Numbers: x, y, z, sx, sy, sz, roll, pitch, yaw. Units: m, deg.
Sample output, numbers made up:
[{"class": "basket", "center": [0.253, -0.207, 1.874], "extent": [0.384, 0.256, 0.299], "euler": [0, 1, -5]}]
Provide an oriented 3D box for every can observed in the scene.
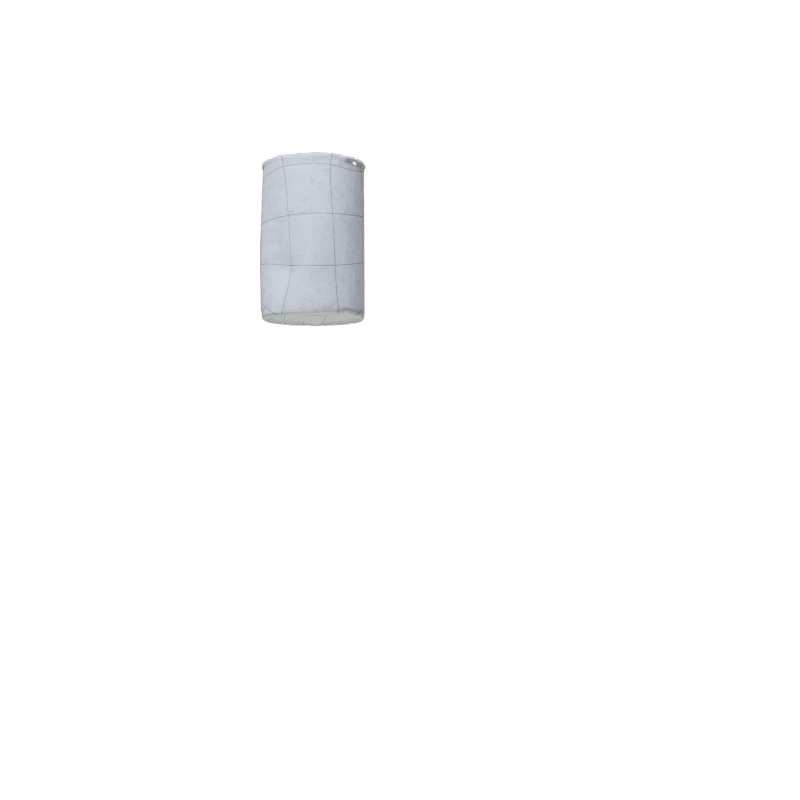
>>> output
[{"class": "can", "center": [-0.056, -0.102, 0.717], "extent": [0.068, 0.105, 0.067], "euler": [0, -9, -2]}]
